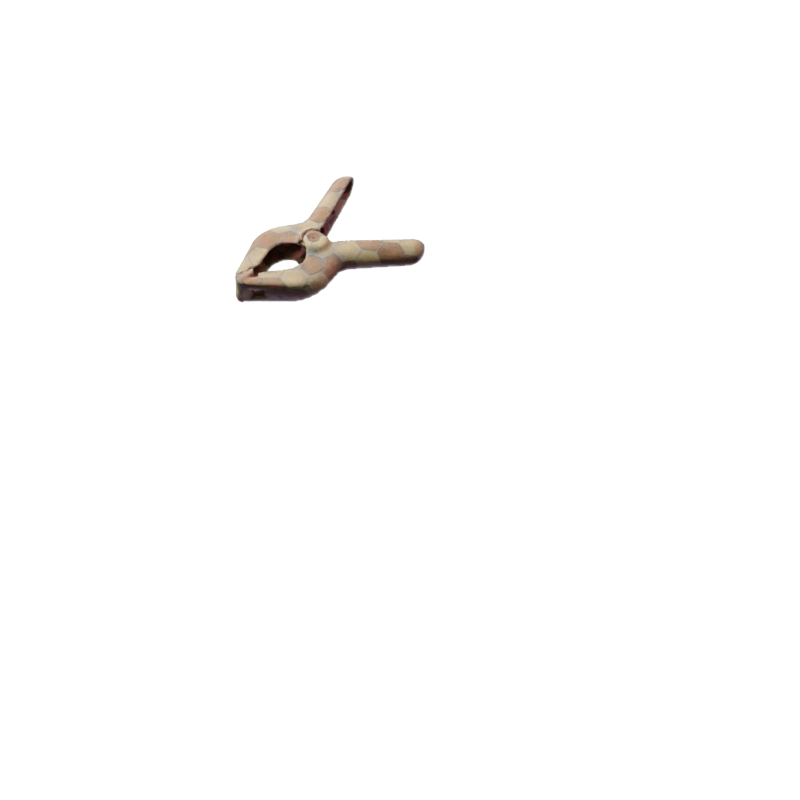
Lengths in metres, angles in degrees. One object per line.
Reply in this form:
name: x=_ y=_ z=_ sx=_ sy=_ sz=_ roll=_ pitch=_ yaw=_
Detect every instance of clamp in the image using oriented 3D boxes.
clamp: x=-0.078 y=-0.142 z=0.997 sx=0.170 sy=0.036 sz=0.130 roll=-20 pitch=47 yaw=-20
